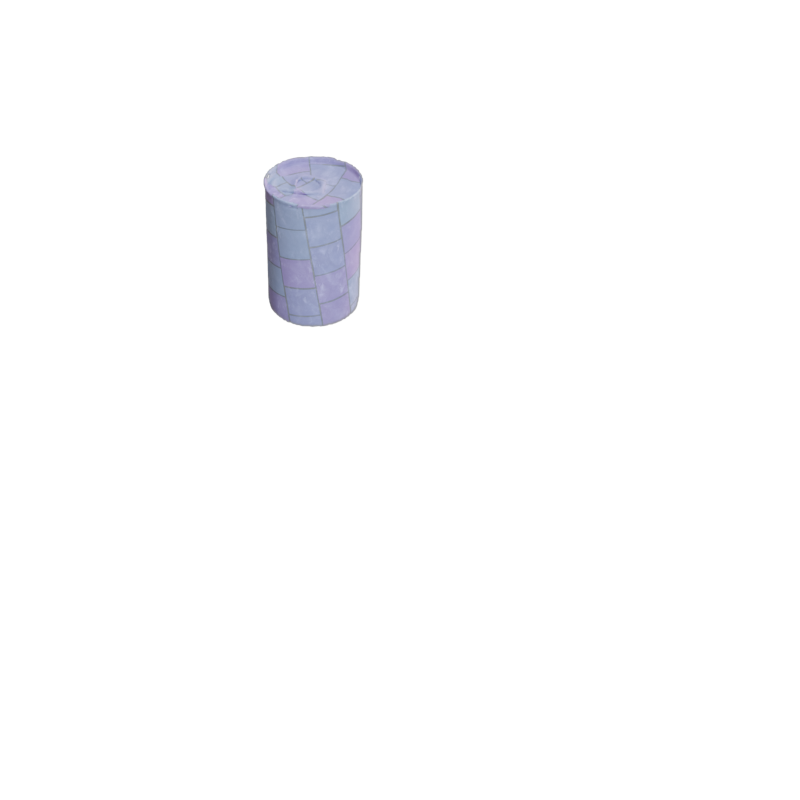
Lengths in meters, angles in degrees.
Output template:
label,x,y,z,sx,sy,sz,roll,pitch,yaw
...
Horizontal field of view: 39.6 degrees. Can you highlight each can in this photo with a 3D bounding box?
label,x,y,z,sx,sy,sz,roll,pitch,yaw
can,-0.061,-0.111,0.781,0.068,0.096,0.073,0,37,-3
